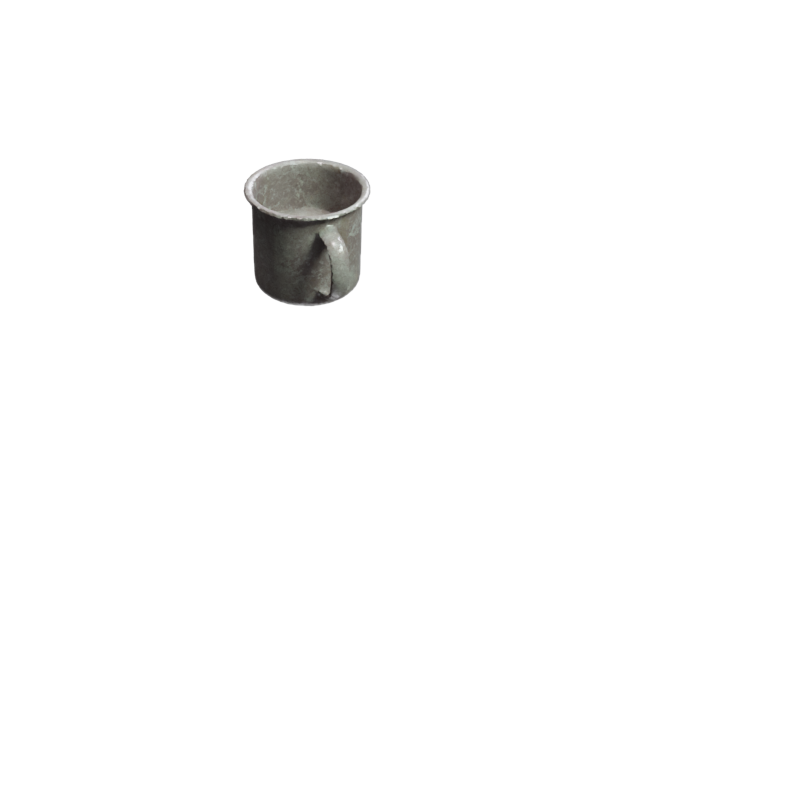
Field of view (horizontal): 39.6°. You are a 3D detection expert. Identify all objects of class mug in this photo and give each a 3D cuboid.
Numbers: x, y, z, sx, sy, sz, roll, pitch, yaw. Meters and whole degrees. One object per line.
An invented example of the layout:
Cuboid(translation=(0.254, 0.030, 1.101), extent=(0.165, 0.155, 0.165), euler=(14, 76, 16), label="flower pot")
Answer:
Cuboid(translation=(-0.064, -0.118, 0.823), extent=(0.092, 0.076, 0.127), euler=(-14, 39, -21), label="mug")
